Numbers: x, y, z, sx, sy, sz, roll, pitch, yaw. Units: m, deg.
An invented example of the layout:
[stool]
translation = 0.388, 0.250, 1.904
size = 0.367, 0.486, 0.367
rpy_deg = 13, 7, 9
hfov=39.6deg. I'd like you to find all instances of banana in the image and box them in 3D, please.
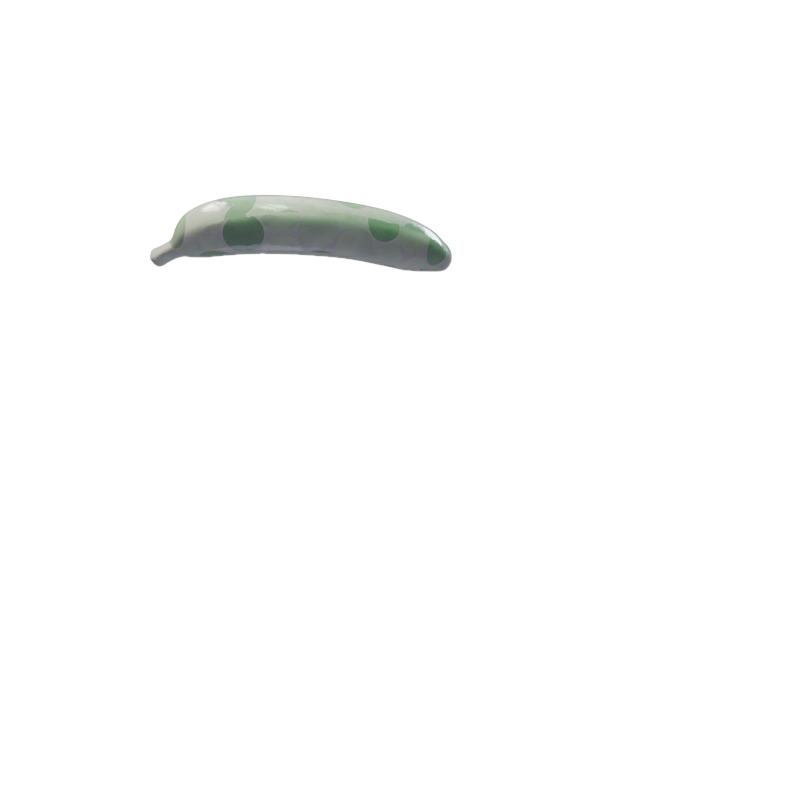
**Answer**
[banana]
translation = -0.054, -0.104, 0.694
size = 0.194, 0.038, 0.069
rpy_deg = 1, -8, -12
